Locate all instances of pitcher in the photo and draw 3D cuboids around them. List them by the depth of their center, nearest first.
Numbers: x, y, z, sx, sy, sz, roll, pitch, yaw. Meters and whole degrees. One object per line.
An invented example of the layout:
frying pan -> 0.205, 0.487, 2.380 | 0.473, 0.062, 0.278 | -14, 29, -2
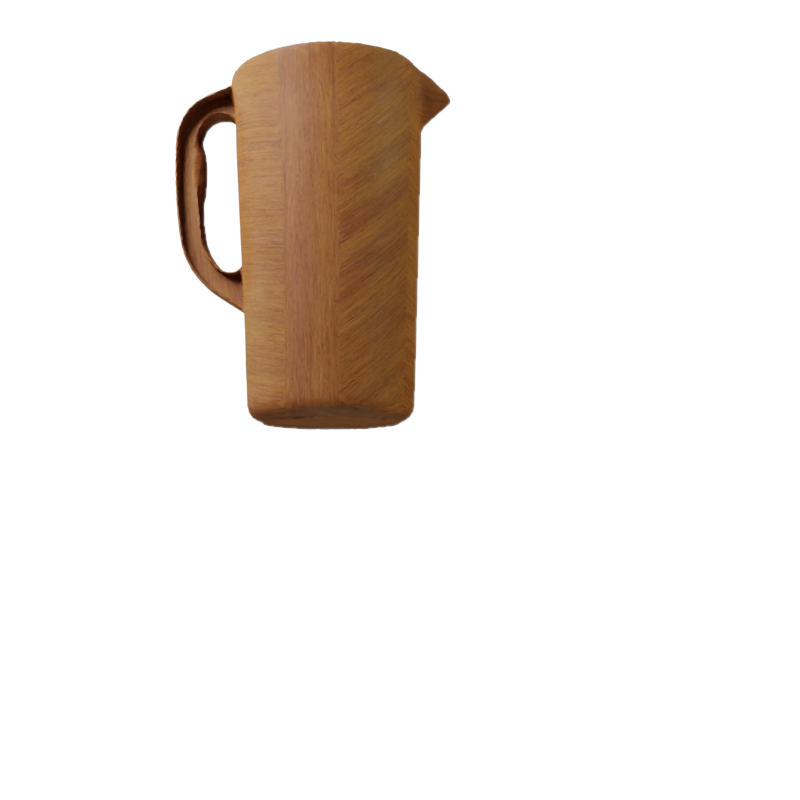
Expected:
pitcher -> -0.058, -0.106, 0.743 | 0.138, 0.251, 0.152 | 9, -16, -40
